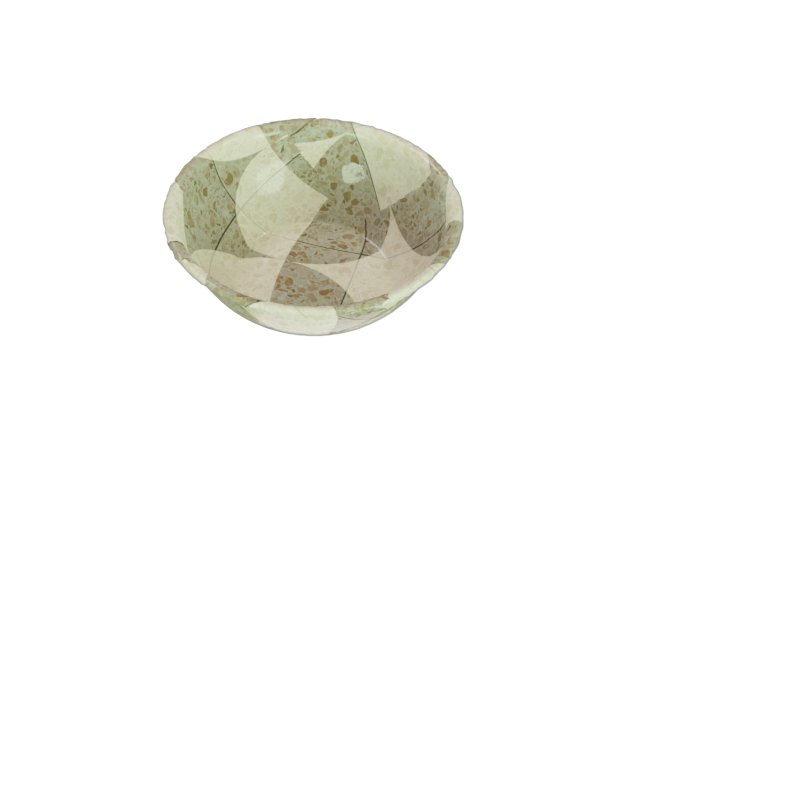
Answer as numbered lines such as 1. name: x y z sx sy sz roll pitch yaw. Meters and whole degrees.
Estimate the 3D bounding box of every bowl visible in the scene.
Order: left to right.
1. bowl: -0.048 -0.088 0.614 0.162 0.174 0.051 -1 -43 -1
